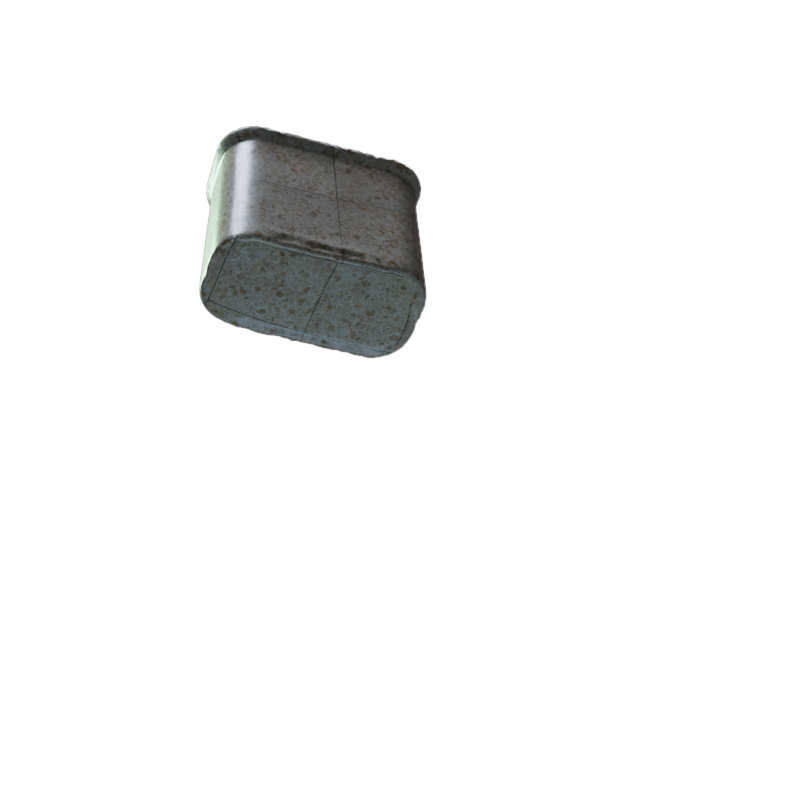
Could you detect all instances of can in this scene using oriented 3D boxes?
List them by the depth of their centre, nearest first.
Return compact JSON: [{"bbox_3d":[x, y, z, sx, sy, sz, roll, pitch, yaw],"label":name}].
[{"bbox_3d":[-0.040,-0.072,0.508,0.100,0.055,0.090,12,40,-12],"label":"can"}]
